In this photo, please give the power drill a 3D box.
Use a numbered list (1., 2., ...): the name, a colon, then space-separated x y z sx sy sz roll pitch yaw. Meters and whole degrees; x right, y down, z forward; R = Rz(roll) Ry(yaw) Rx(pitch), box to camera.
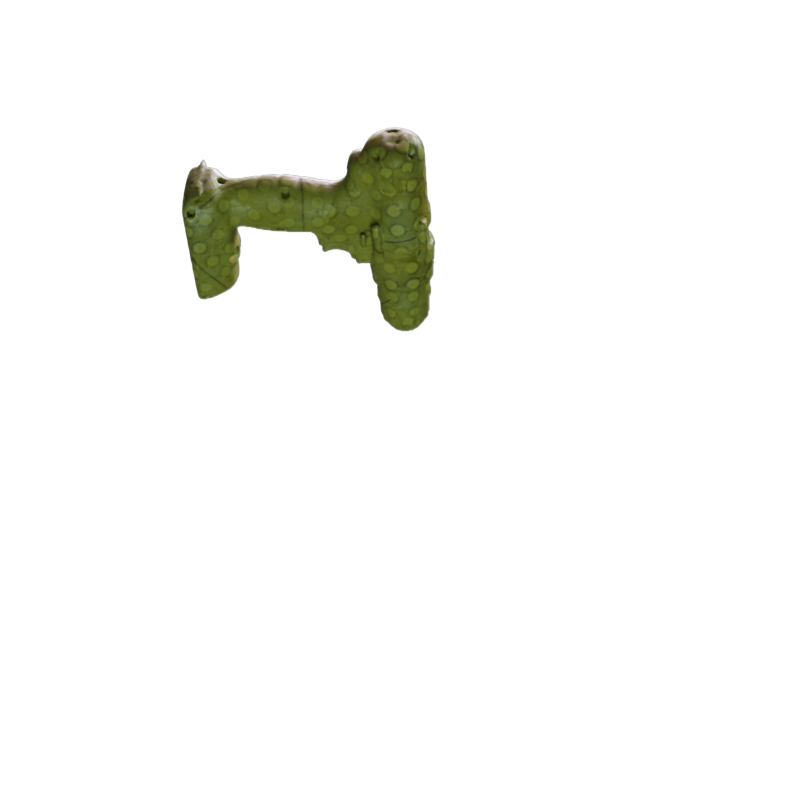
1. power drill: -0.067 -0.123 0.860 0.188 0.171 0.061 -4 39 3
